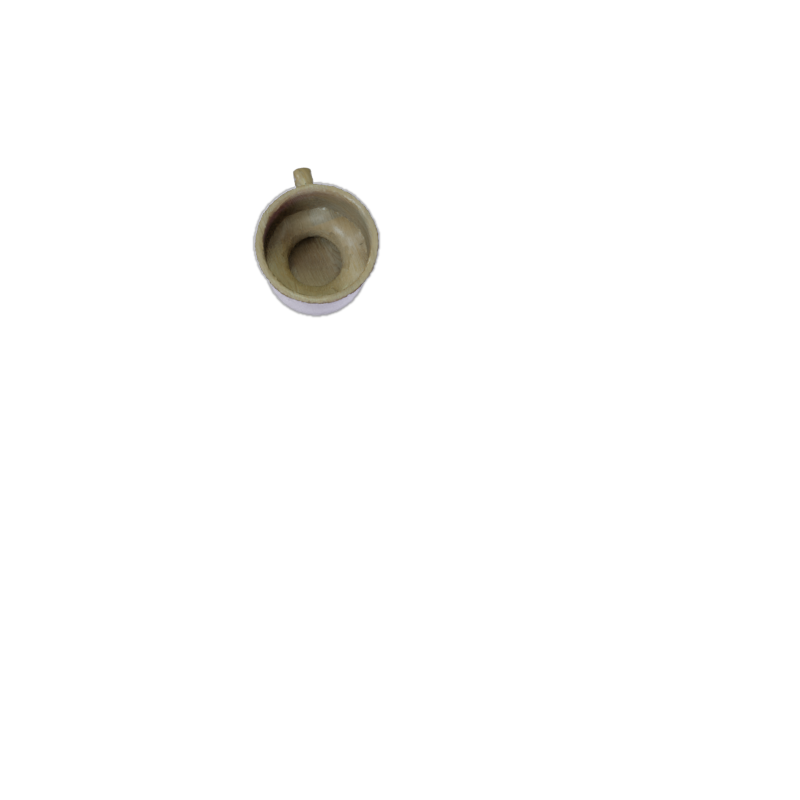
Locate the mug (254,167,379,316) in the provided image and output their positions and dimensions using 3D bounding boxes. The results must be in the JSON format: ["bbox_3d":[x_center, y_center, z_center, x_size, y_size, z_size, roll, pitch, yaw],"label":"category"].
[{"bbox_3d":[-0.068,-0.123,0.864,0.093,0.122,0.079,-13,-12,-5],"label":"mug"}]
